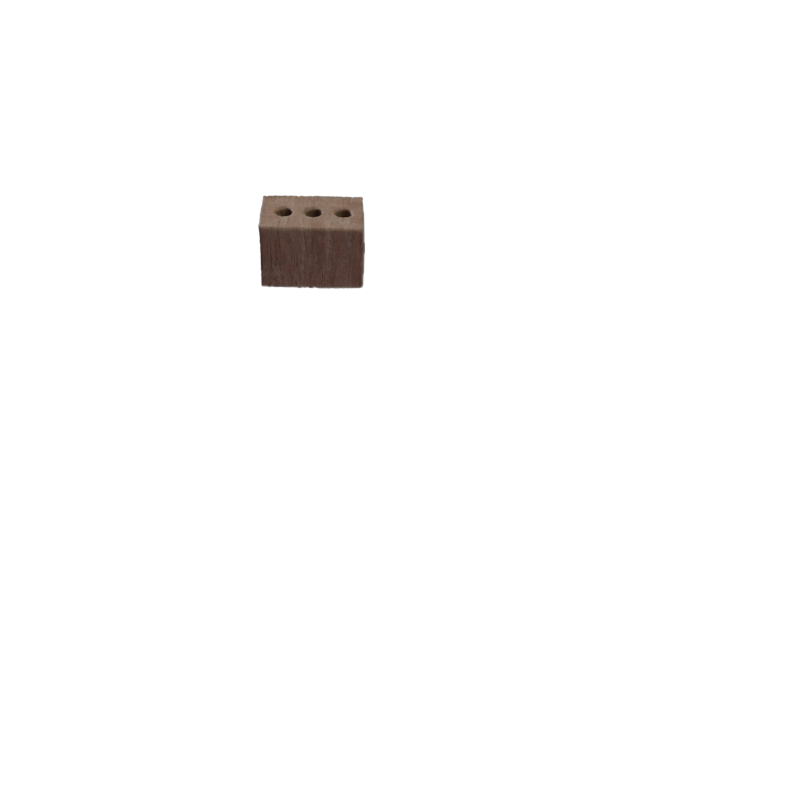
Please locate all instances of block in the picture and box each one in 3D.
[{"bbox_3d":[-0.064,-0.118,0.824,0.078,0.048,0.056,1,33,0],"label":"block"}]
